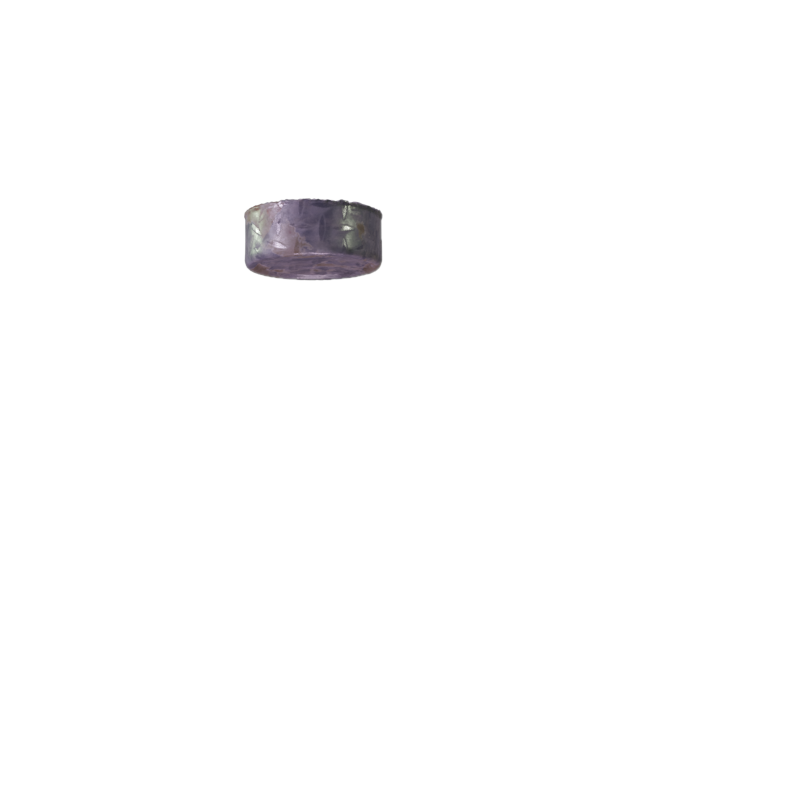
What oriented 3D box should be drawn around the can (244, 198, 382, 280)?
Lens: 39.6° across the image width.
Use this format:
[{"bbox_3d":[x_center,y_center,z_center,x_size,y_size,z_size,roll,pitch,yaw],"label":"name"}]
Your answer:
[{"bbox_3d":[-0.053,-0.097,0.682,0.086,0.034,0.084,0,-6,-2],"label":"can"}]
